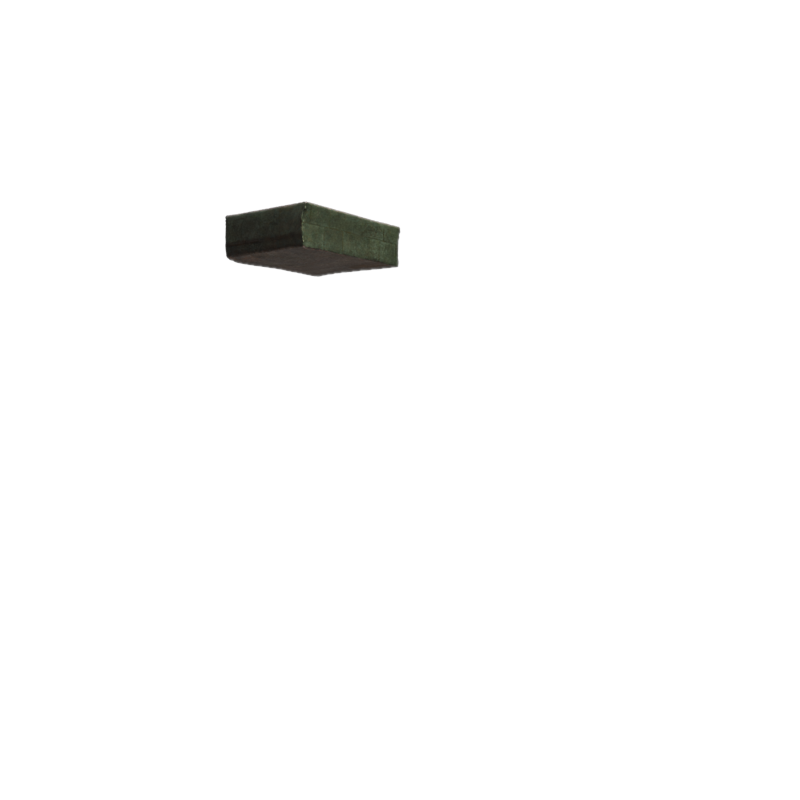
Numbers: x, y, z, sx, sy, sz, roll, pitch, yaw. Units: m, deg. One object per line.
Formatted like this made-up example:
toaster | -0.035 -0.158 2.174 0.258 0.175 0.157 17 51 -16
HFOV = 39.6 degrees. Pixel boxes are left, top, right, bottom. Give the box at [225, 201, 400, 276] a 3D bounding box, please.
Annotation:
box | -0.069 -0.125 0.877 0.093 0.040 0.108 -3 -4 41
